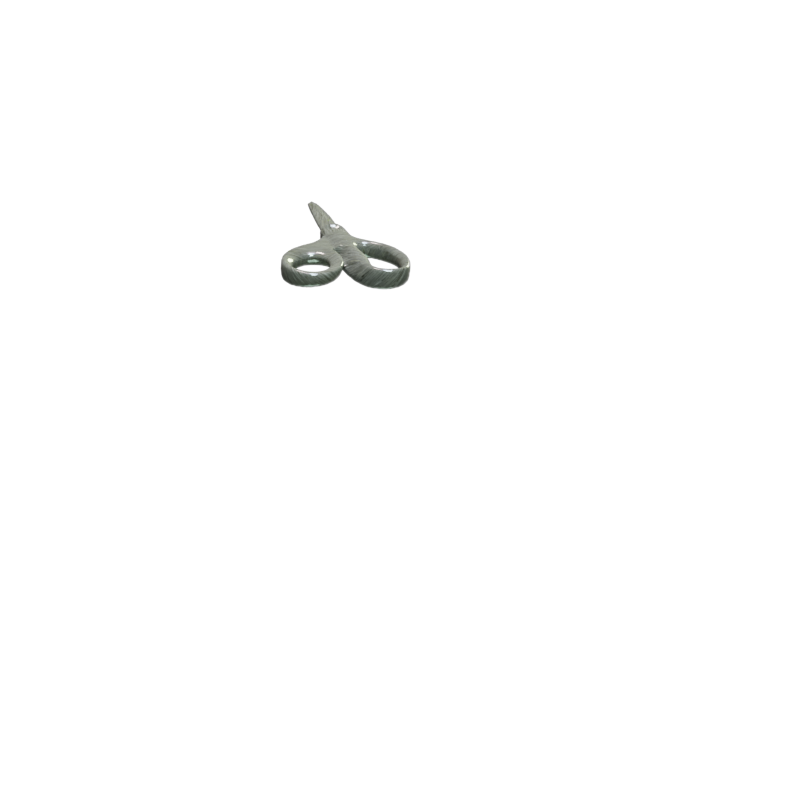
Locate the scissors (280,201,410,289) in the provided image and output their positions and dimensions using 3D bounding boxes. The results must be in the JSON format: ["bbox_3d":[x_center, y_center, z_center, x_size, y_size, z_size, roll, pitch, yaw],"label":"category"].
[{"bbox_3d":[-0.064,-0.116,0.814,0.094,0.015,0.215,-11,26,-25],"label":"scissors"}]
